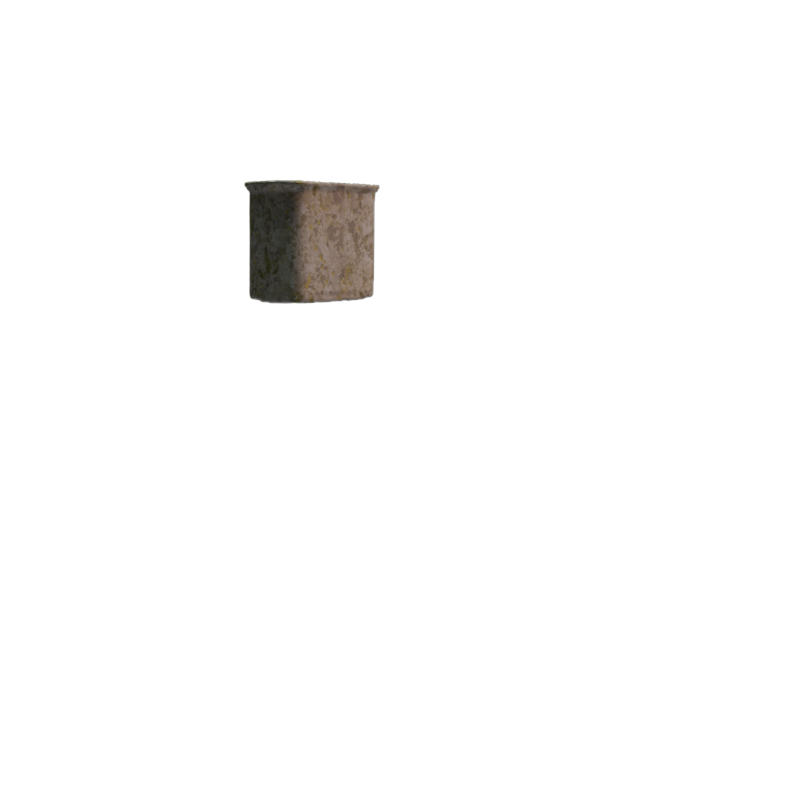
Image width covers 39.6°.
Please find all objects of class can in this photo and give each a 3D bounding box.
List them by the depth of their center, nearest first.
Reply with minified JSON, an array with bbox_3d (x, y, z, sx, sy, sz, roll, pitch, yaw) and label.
[{"bbox_3d":[-0.062,-0.113,0.792,0.060,0.083,0.098,3,6,42],"label":"can"}]
